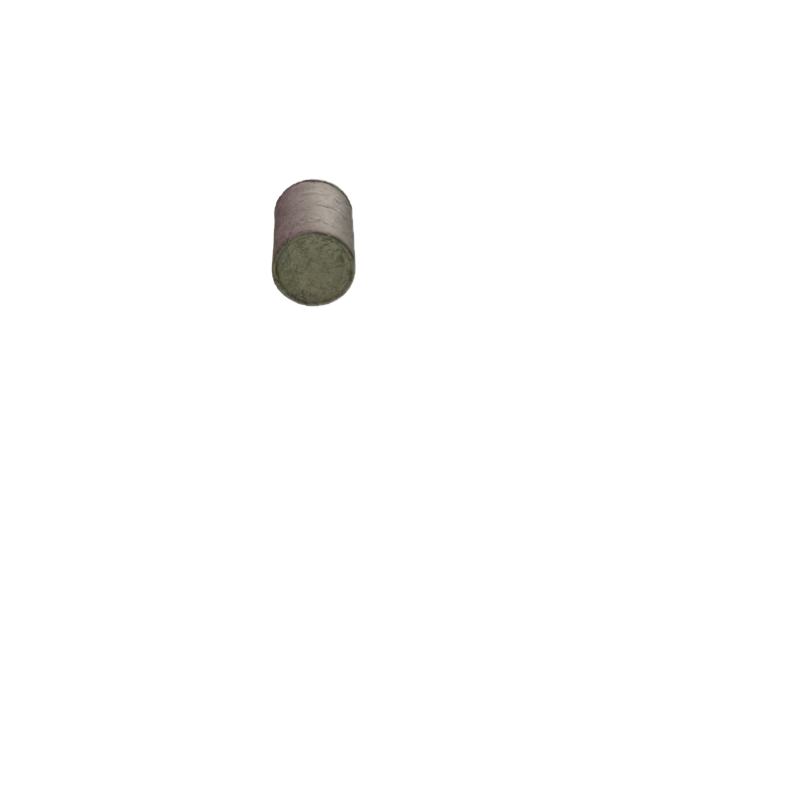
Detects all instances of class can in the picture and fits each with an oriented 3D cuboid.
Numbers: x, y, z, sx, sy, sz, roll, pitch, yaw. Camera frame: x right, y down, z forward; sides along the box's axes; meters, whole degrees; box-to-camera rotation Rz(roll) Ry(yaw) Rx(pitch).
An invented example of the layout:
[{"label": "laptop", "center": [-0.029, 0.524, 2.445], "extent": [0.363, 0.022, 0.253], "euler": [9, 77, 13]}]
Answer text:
[{"label": "can", "center": [-0.071, -0.130, 0.908], "extent": [0.068, 0.064, 0.109], "euler": [-1, 32, -3]}]
